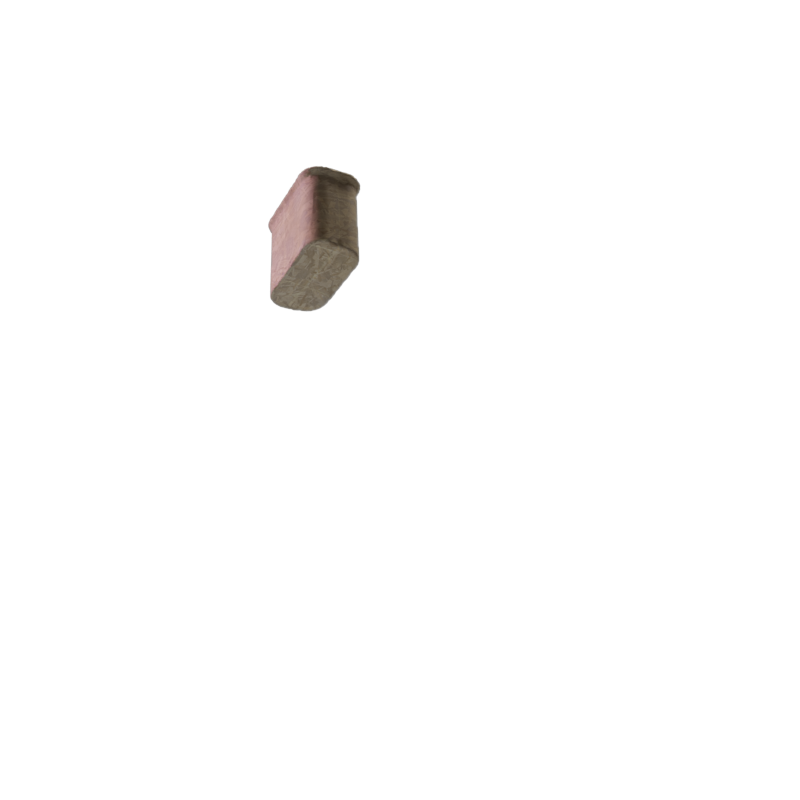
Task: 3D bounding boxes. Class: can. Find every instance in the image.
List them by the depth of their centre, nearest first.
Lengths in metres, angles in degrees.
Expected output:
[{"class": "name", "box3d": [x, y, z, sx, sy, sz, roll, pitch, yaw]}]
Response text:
[{"class": "can", "box3d": [-0.075, -0.137, 0.959, 0.055, 0.090, 0.099, 16, -39, -23]}]
